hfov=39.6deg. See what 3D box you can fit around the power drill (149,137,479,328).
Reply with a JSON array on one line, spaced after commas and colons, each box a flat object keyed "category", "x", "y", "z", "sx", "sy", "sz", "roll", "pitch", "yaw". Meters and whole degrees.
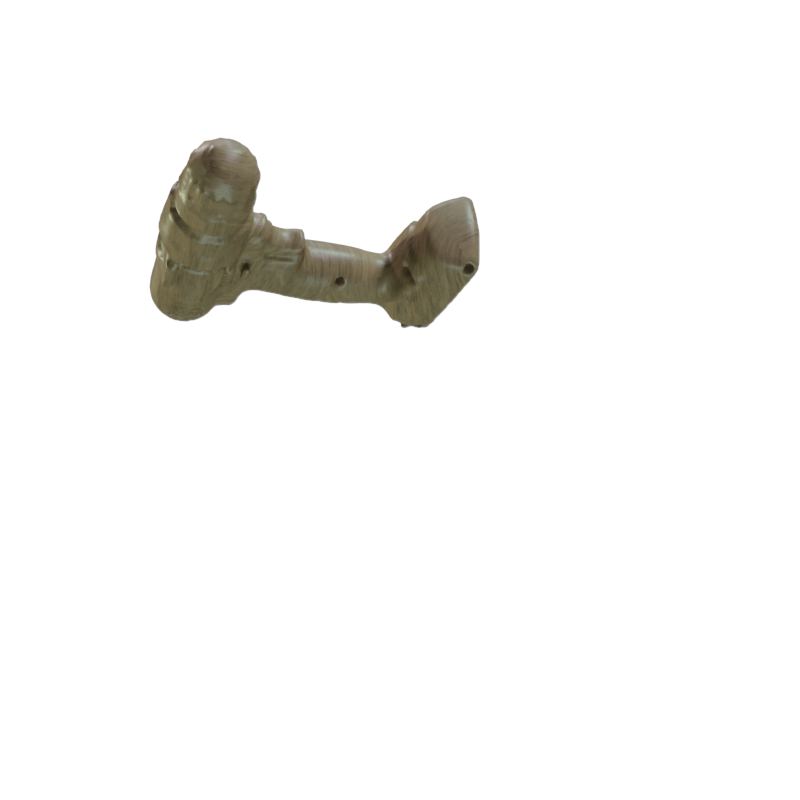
[{"category": "power drill", "x": -0.052, "y": -0.095, "z": 0.667, "sx": 0.184, "sy": 0.060, "sz": 0.180, "roll": 5, "pitch": -19, "yaw": -15}]
